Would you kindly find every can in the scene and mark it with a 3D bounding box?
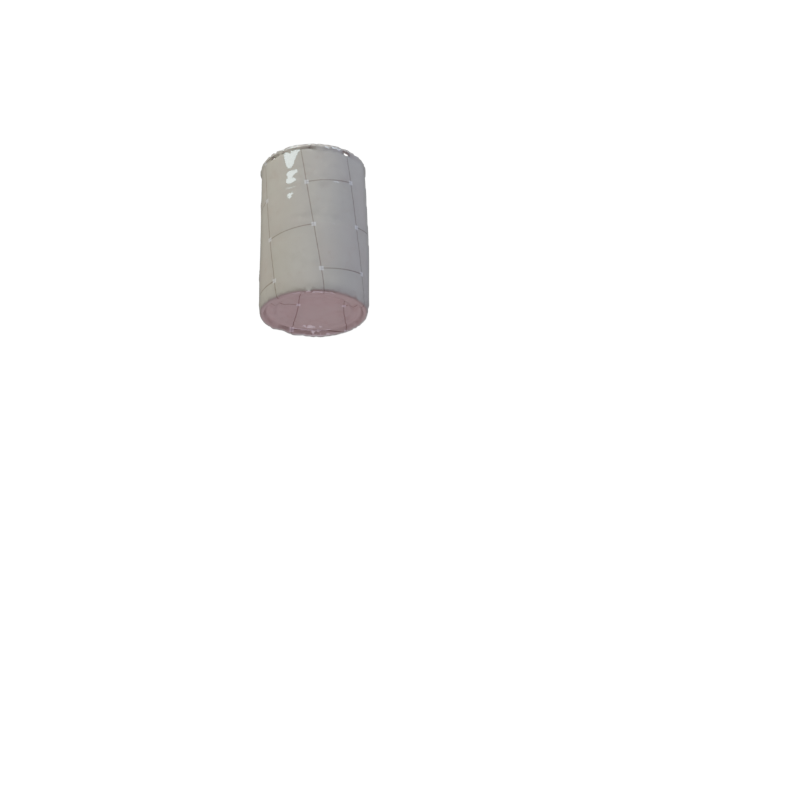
[{"bbox_3d":[-0.054,-0.099,0.690,0.068,0.108,0.065,0,-26,-2],"label":"can"}]
